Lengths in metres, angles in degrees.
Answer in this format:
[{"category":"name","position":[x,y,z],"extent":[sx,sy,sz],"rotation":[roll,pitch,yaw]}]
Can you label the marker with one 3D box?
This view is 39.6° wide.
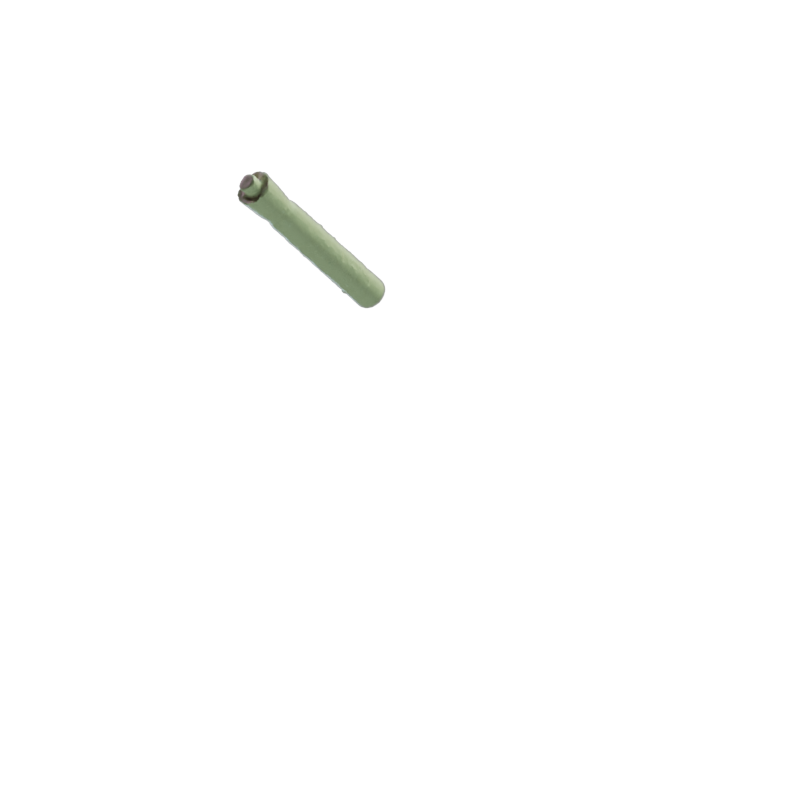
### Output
[{"category":"marker","position":[-0.045,-0.082,0.576],"extent":[0.020,0.020,0.112],"rotation":[3,-23,36]}]
